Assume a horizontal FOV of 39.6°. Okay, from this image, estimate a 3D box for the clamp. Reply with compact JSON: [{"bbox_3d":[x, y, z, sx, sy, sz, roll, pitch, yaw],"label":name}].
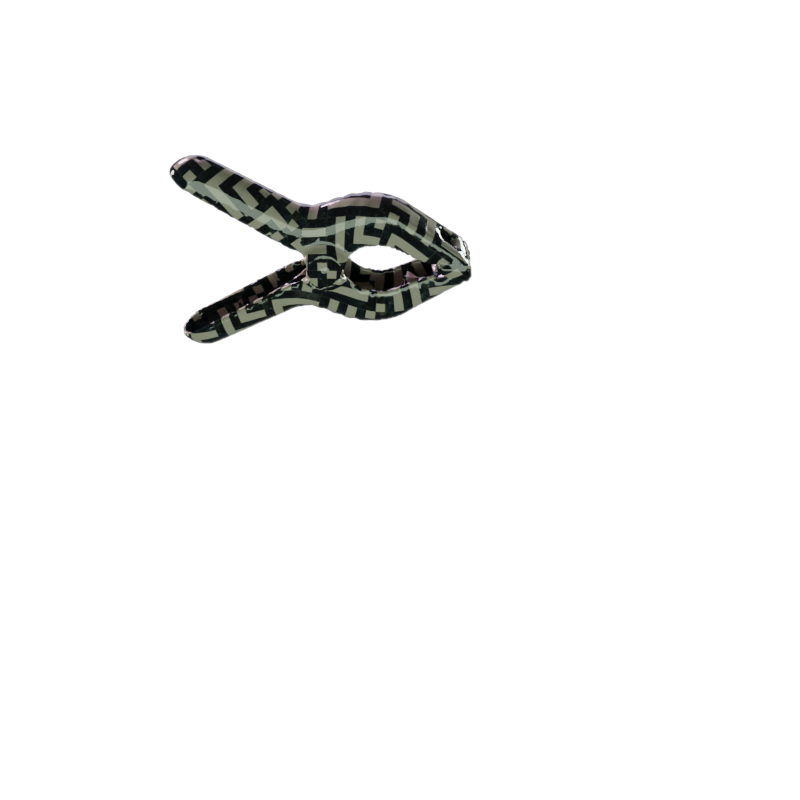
[{"bbox_3d":[-0.048,-0.088,0.617,0.172,0.111,0.042,-6,41,5],"label":"clamp"}]
